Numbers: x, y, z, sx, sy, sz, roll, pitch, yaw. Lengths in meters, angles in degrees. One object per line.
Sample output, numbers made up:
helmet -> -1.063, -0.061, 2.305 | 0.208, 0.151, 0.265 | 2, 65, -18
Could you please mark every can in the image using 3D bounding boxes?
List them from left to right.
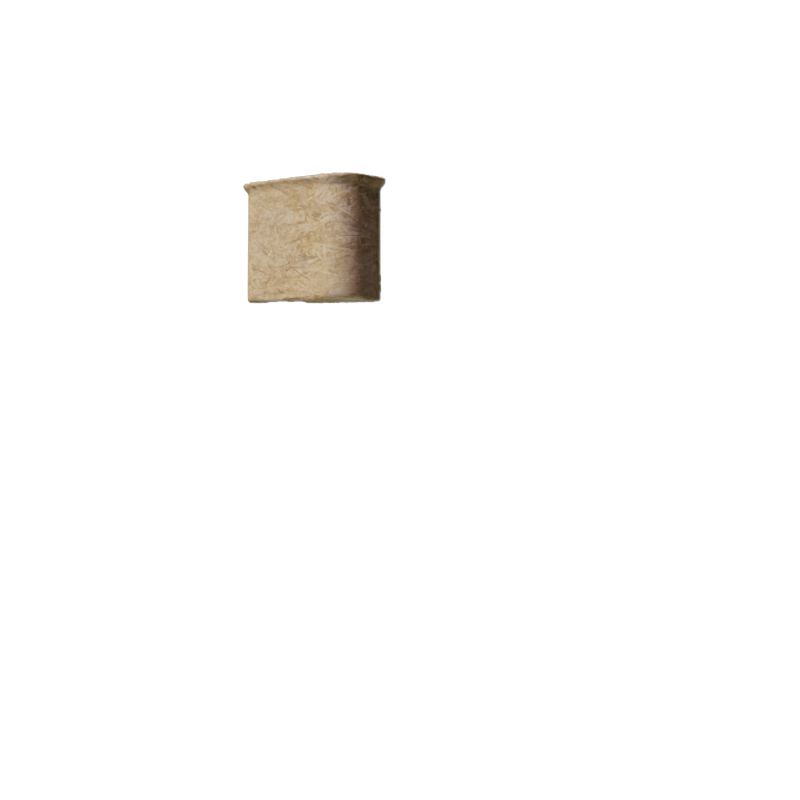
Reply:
can -> -0.060, -0.109, 0.764 | 0.106, 0.084, 0.055 | 0, -1, 39
